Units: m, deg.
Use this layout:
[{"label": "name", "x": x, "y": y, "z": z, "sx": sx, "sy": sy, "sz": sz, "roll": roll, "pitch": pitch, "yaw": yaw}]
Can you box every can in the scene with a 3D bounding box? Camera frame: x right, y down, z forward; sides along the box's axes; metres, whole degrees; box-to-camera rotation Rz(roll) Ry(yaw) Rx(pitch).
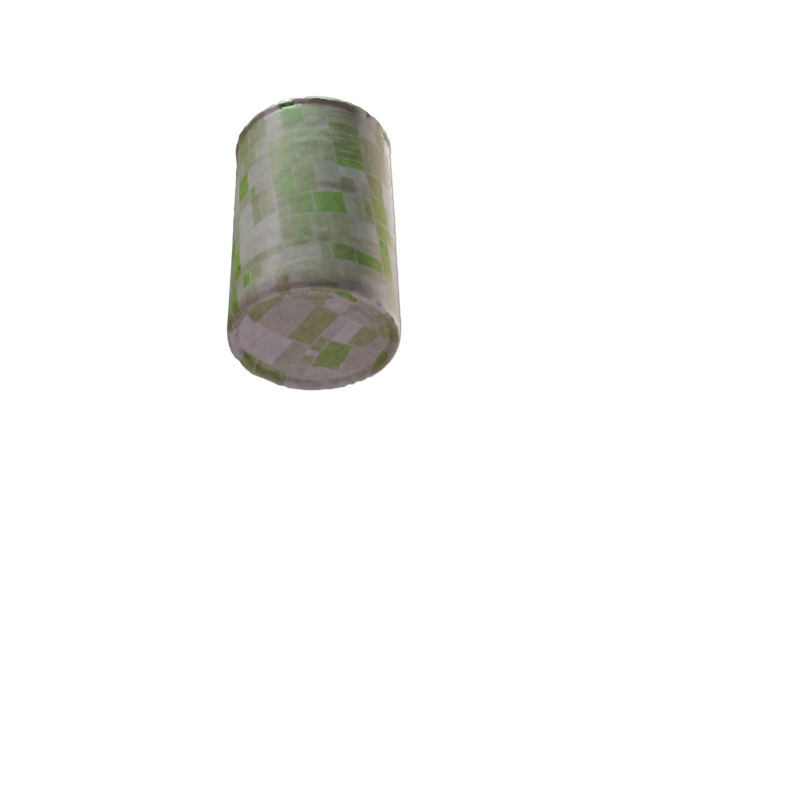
[{"label": "can", "x": -0.035, "y": -0.064, "z": 0.450, "sx": 0.068, "sy": 0.110, "sz": 0.064, "roll": -1, "pitch": -38, "yaw": -3}]
